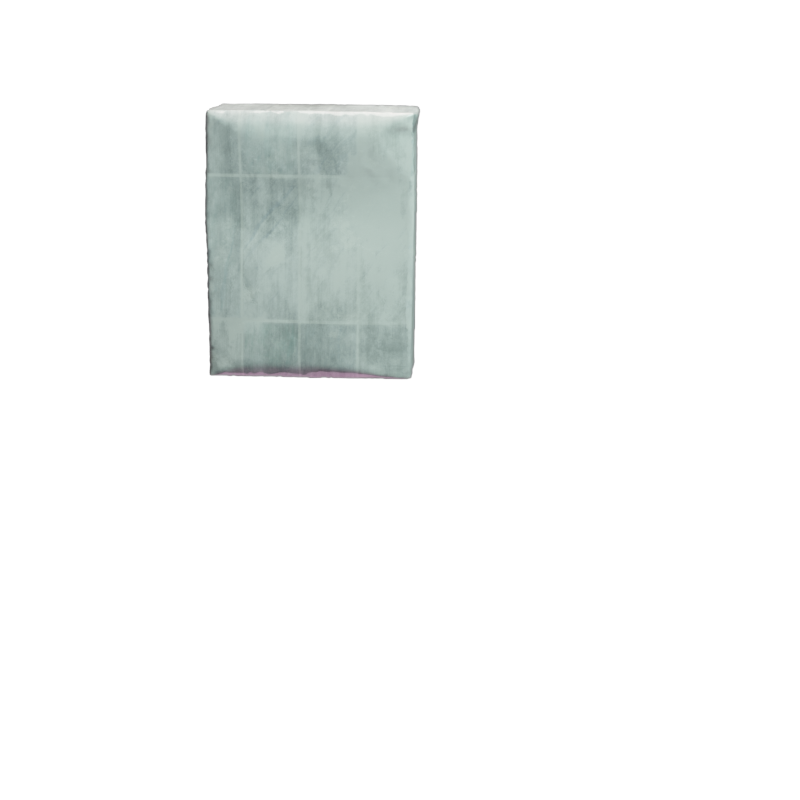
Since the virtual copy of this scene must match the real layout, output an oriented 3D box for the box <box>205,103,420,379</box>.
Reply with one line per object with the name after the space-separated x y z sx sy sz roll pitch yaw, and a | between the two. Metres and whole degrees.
-0.069 -0.126 0.881 0.165 0.208 0.073 2 12 5 | box
